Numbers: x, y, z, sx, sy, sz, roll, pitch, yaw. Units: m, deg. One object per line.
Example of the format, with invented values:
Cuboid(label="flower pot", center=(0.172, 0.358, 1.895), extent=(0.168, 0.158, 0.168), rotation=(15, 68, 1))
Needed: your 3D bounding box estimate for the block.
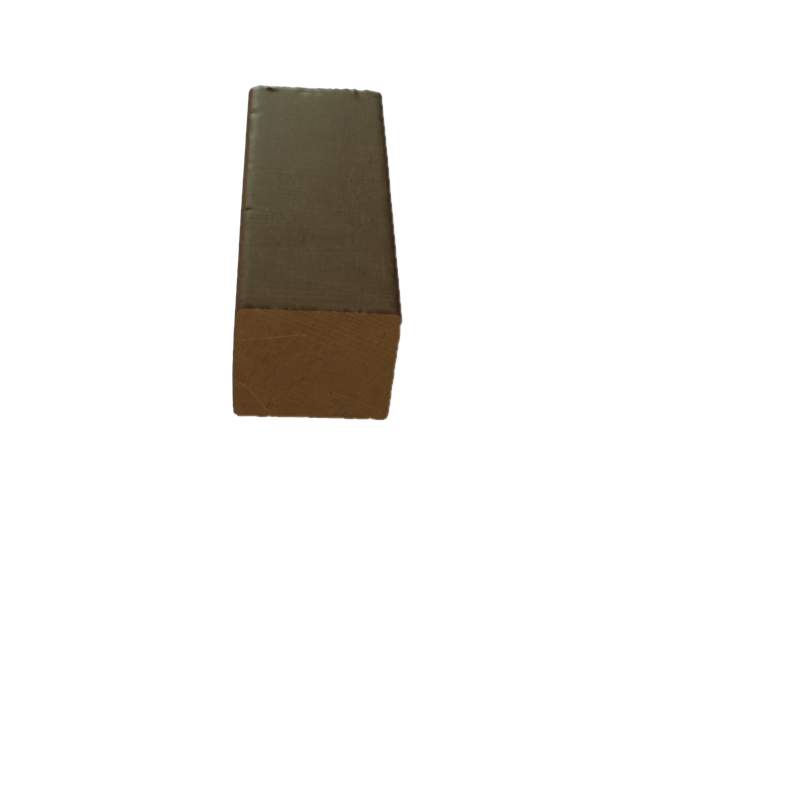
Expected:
Cuboid(label="block", center=(-0.054, -0.098, 0.681), extent=(0.090, 0.221, 0.084), rotation=(1, -44, -5))
